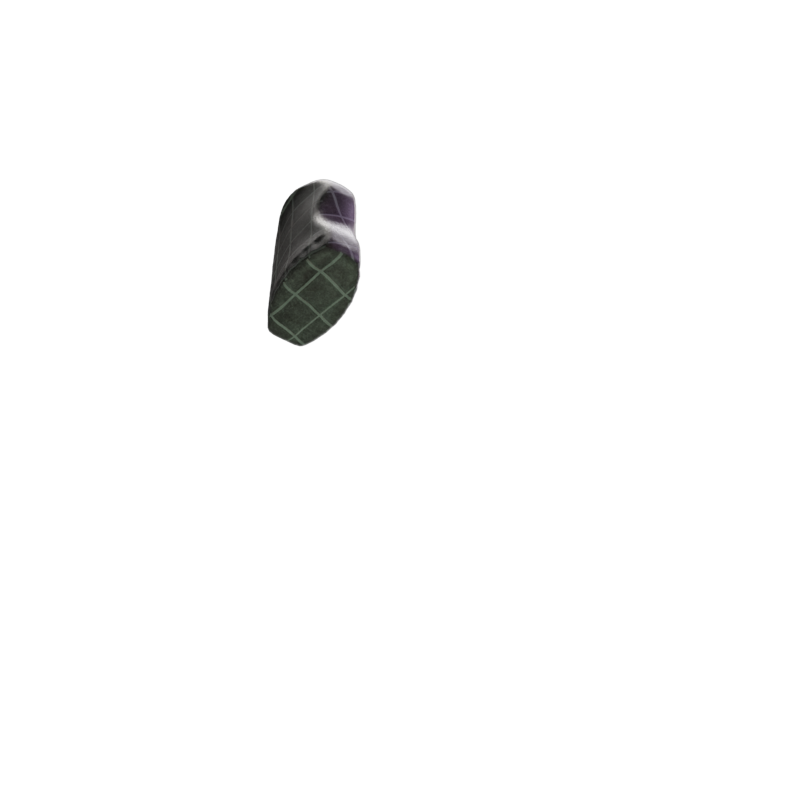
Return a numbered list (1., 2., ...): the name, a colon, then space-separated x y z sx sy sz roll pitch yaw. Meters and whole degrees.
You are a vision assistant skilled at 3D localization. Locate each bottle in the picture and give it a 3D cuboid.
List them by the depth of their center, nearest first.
1. bottle: -0.073 -0.134 0.942 0.056 0.093 0.204 25 29 -19
